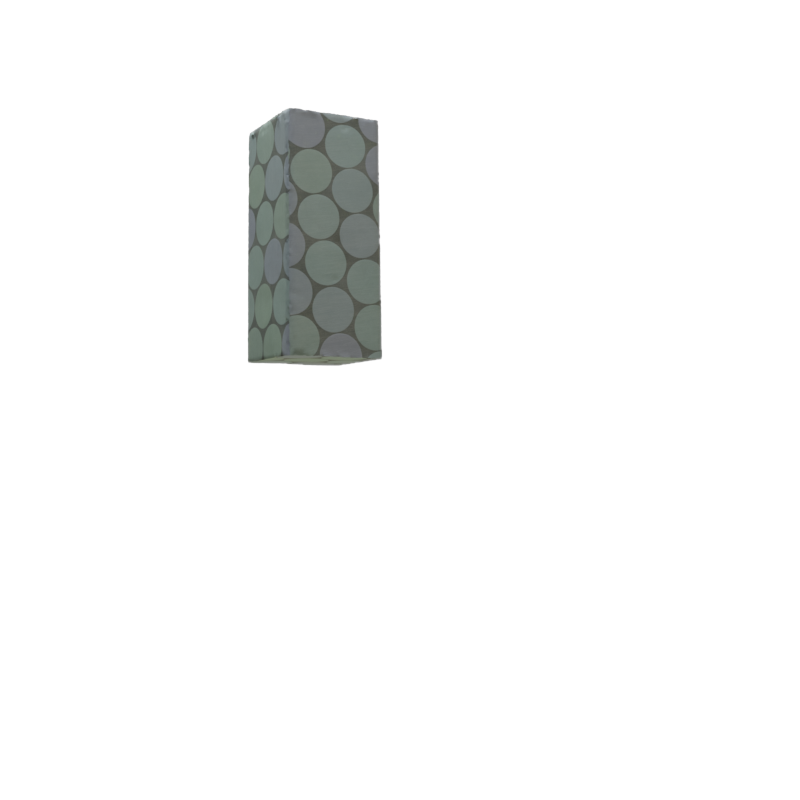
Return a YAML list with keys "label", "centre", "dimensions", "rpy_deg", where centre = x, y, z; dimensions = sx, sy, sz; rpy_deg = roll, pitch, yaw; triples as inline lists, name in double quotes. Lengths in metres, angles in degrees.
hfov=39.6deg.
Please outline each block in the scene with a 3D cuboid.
- label: "block"
  centre: [-0.076, -0.137, 0.960]
  dimensions: [0.087, 0.211, 0.092]
  rpy_deg: [4, -10, -27]
